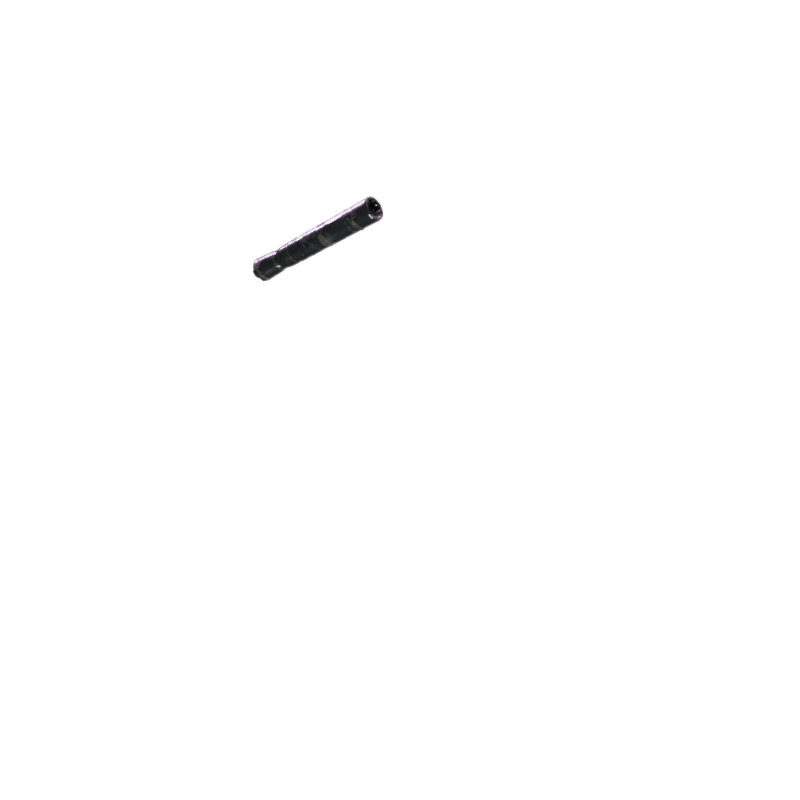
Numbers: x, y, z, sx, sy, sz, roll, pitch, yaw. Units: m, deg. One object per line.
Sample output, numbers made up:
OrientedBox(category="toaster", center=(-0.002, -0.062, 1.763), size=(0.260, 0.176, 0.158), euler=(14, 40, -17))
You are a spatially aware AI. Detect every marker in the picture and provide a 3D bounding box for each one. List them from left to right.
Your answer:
OrientedBox(category="marker", center=(-0.063, -0.115, 0.806), size=(0.121, 0.020, 0.019), euler=(-22, -11, 36))
